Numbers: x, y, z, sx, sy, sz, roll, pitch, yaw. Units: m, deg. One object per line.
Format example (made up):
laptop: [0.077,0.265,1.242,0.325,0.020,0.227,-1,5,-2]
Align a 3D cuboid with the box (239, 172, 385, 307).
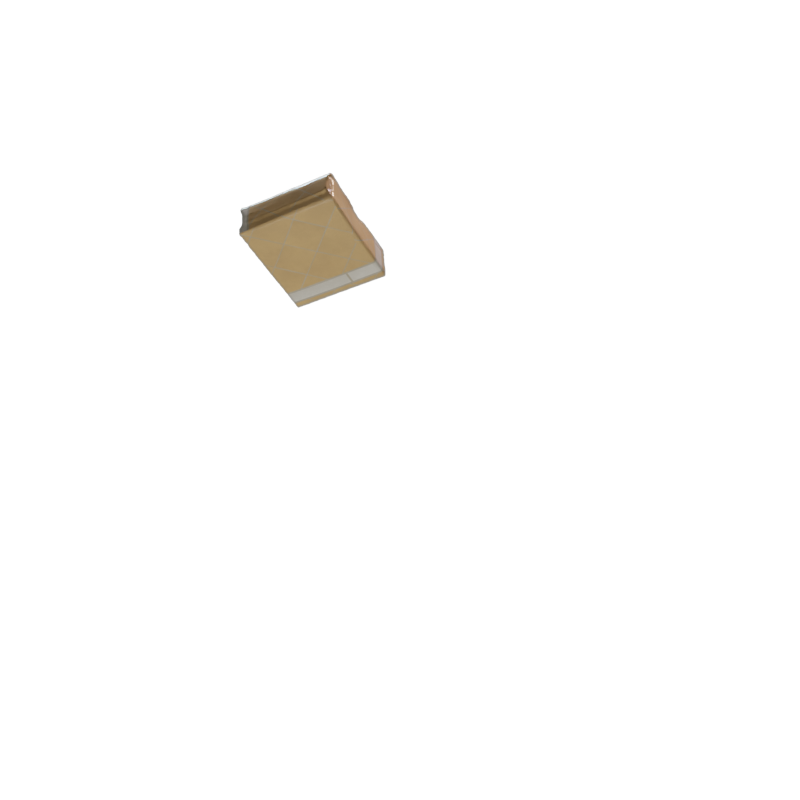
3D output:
box: [-0.062,-0.113,0.792,0.074,0.032,0.082,-19,-46,19]
